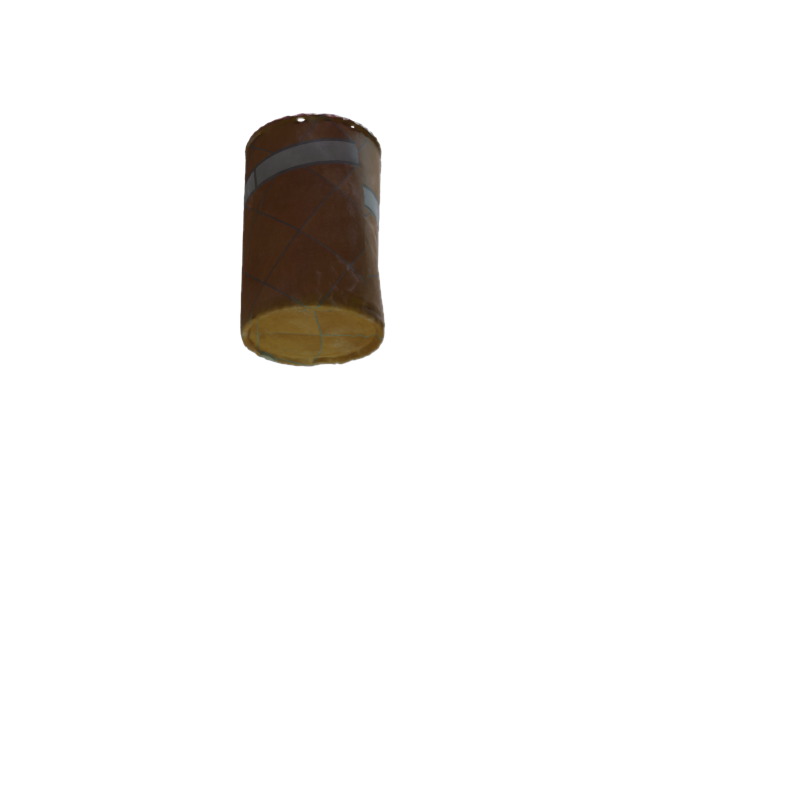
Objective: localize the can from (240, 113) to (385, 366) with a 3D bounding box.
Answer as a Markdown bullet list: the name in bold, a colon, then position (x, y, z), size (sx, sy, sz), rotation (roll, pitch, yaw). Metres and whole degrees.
- **can**: position (-0.041, -0.075, 0.526), size (0.068, 0.108, 0.065), rotation (0, -27, -2)
